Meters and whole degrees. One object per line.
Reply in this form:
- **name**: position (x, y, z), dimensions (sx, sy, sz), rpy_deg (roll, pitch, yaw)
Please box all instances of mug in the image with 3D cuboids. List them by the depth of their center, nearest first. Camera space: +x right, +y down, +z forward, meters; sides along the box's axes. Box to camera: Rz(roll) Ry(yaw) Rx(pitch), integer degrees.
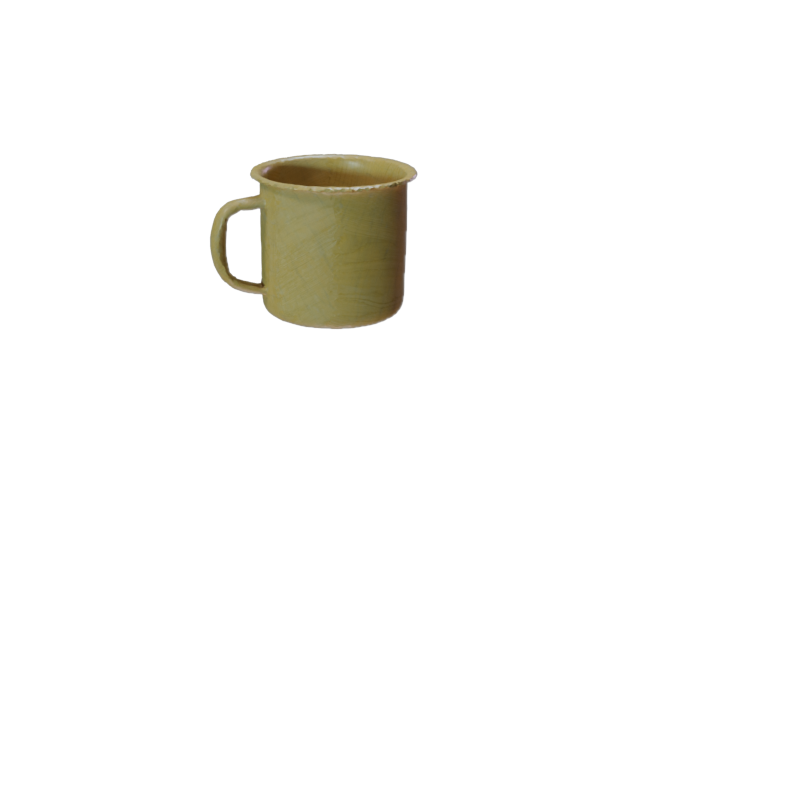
- **mug**: position (-0.049, -0.089, 0.623), dimensions (0.115, 0.078, 0.099), rpy_deg (-7, 22, -20)
